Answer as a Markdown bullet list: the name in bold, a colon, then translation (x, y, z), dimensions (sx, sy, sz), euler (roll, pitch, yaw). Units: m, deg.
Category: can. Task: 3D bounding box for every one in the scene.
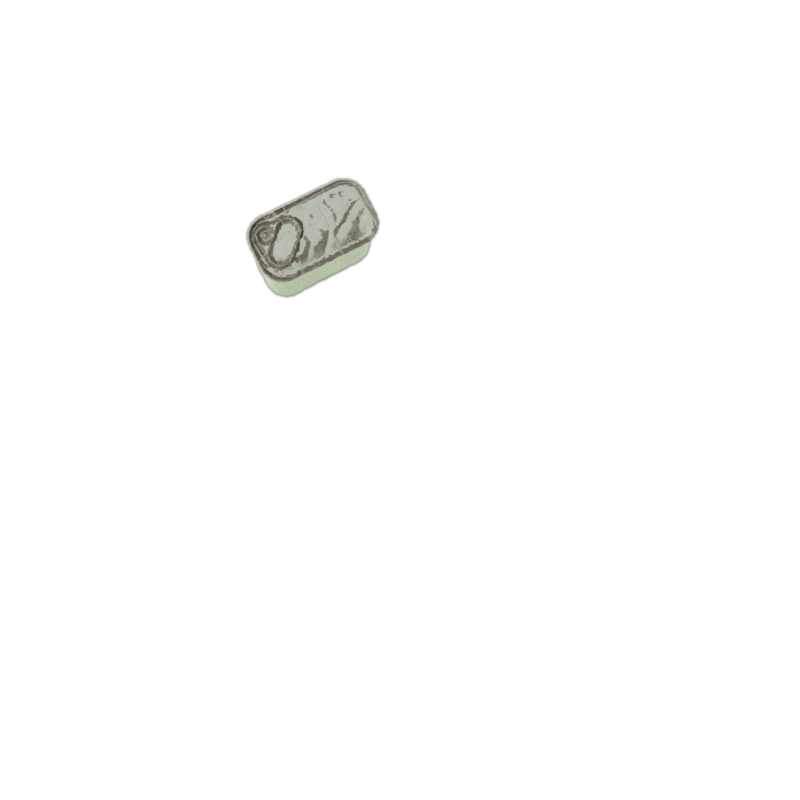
- **can**: translation (-0.072, -0.130, 0.913), dimensions (0.102, 0.059, 0.082), euler (-27, -6, -6)
